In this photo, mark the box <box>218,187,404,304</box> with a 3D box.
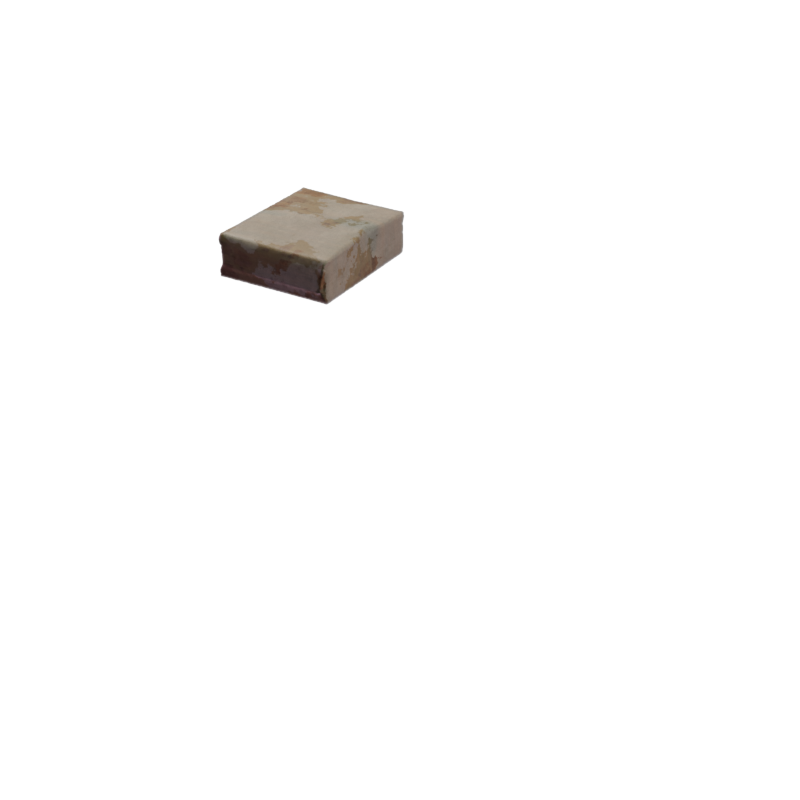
[{"bbox_3d":[-0.051,-0.092,0.644,0.077,0.028,0.090,17,34,27],"label":"box"}]
